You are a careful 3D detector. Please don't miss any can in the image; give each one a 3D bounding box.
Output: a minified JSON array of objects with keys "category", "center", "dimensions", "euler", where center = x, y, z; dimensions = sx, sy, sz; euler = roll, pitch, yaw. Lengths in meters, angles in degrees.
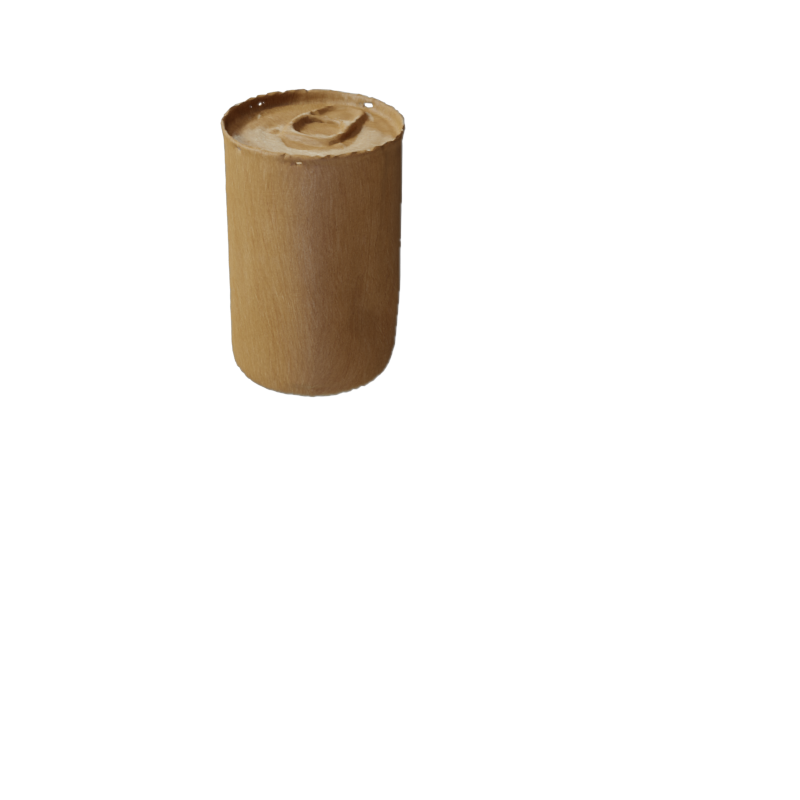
[{"category":"can","center":[-0.034,-0.062,0.431],"dimensions":[0.068,0.096,0.073],"euler":[0,31,-3]}]
